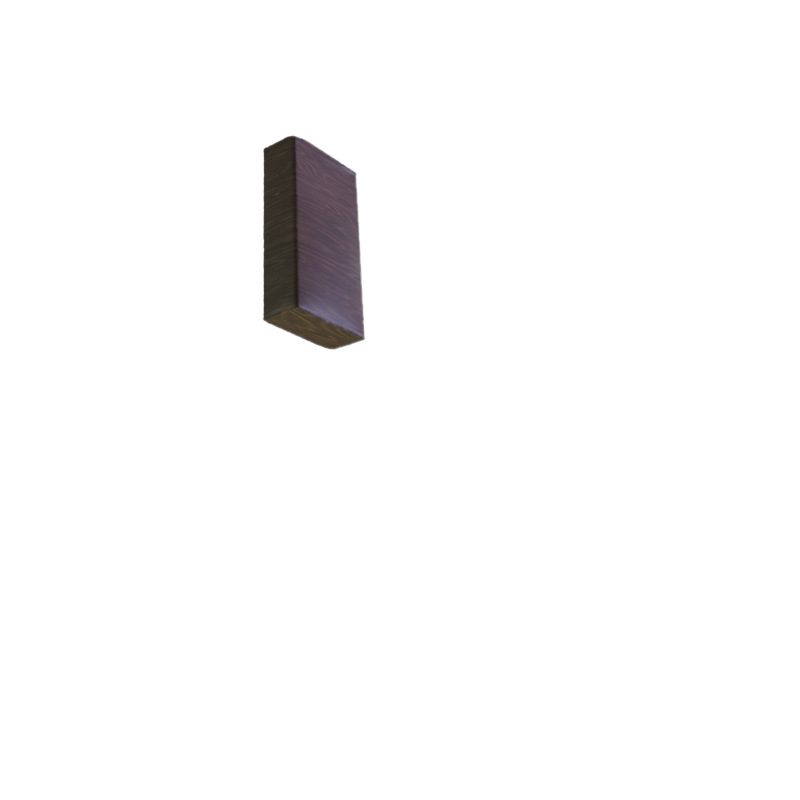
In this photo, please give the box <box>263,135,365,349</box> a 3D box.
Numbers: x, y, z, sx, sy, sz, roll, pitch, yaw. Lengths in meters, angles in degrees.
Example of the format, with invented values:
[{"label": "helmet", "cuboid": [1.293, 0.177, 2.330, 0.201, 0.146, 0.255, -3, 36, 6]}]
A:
[{"label": "box", "cuboid": [-0.077, -0.141, 0.987, 0.048, 0.187, 0.087, -21, -32, 34]}]
